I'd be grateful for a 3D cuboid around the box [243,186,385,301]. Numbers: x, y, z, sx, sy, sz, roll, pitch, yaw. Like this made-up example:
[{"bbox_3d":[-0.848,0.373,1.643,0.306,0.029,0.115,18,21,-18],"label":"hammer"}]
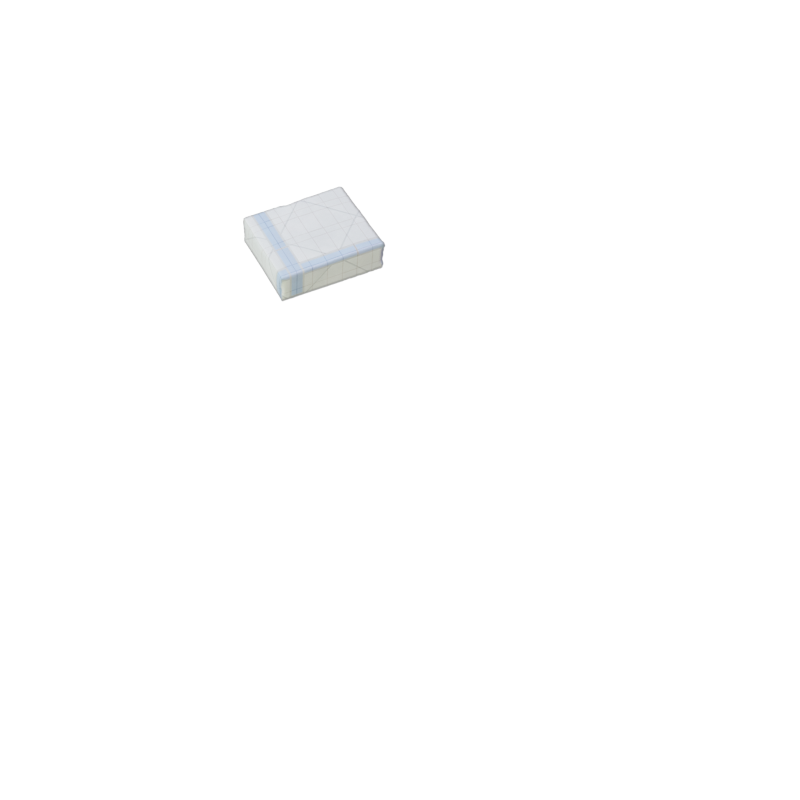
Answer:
[{"bbox_3d":[-0.067,-0.123,0.859,0.088,0.079,0.028,-21,-38,-18],"label":"box"}]
